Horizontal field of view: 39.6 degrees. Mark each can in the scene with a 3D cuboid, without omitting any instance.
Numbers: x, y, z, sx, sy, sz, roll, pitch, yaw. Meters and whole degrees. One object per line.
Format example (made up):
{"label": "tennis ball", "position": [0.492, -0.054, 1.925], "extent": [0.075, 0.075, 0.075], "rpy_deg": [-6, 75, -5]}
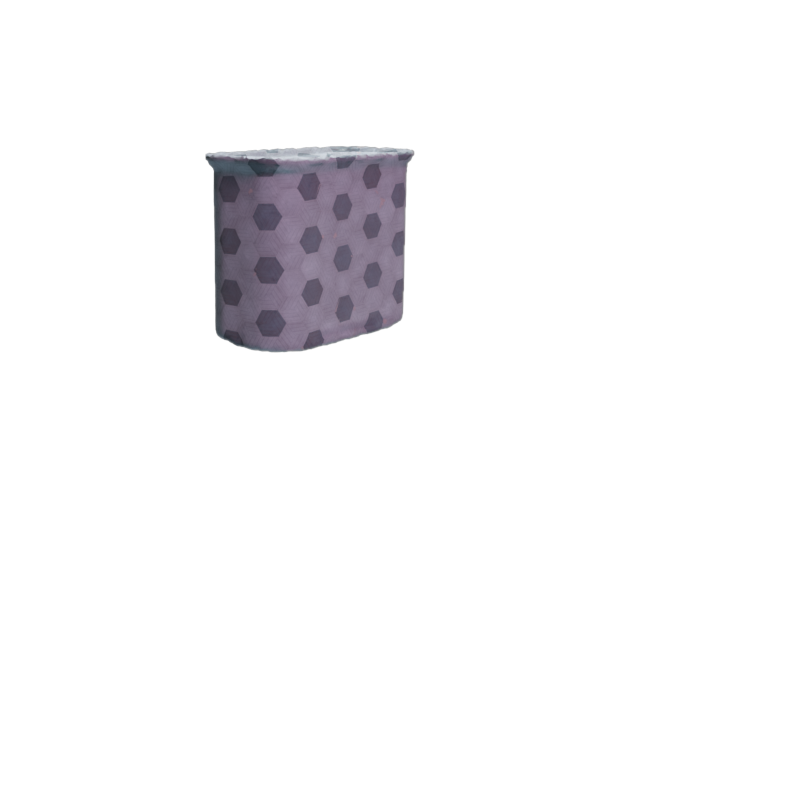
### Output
{"label": "can", "position": [-0.040, -0.073, 0.510], "extent": [0.060, 0.082, 0.100], "rpy_deg": [9, 15, 38]}
